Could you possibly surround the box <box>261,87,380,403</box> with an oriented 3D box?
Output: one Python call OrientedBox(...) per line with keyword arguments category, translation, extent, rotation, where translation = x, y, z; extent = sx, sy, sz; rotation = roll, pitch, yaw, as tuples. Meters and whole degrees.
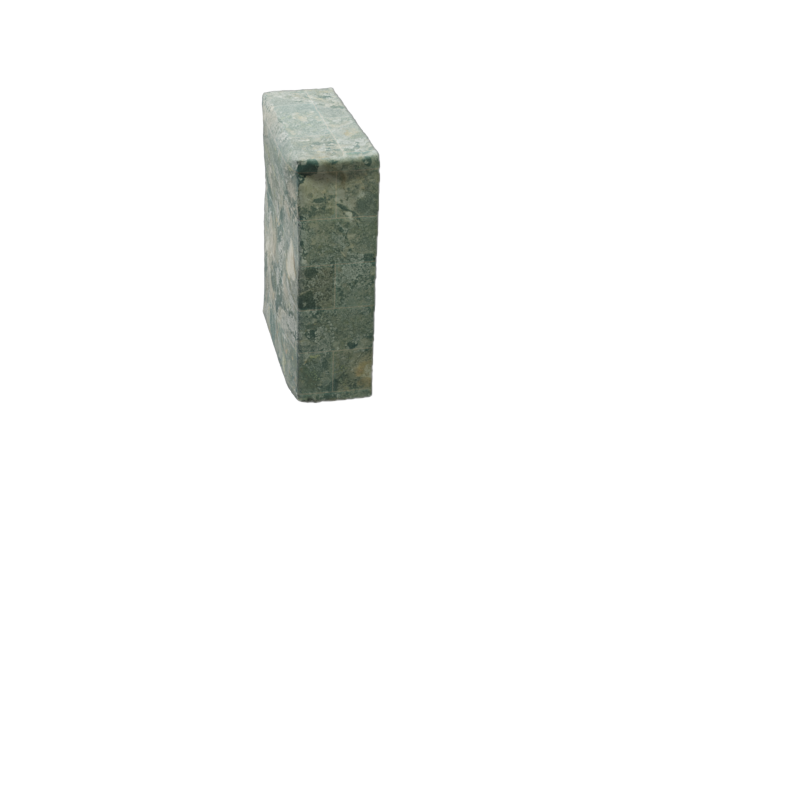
OrientedBox(category="box", translation=(-0.072, -0.131, 0.915), extent=(0.071, 0.202, 0.176), rotation=(-5, 30, -14))
